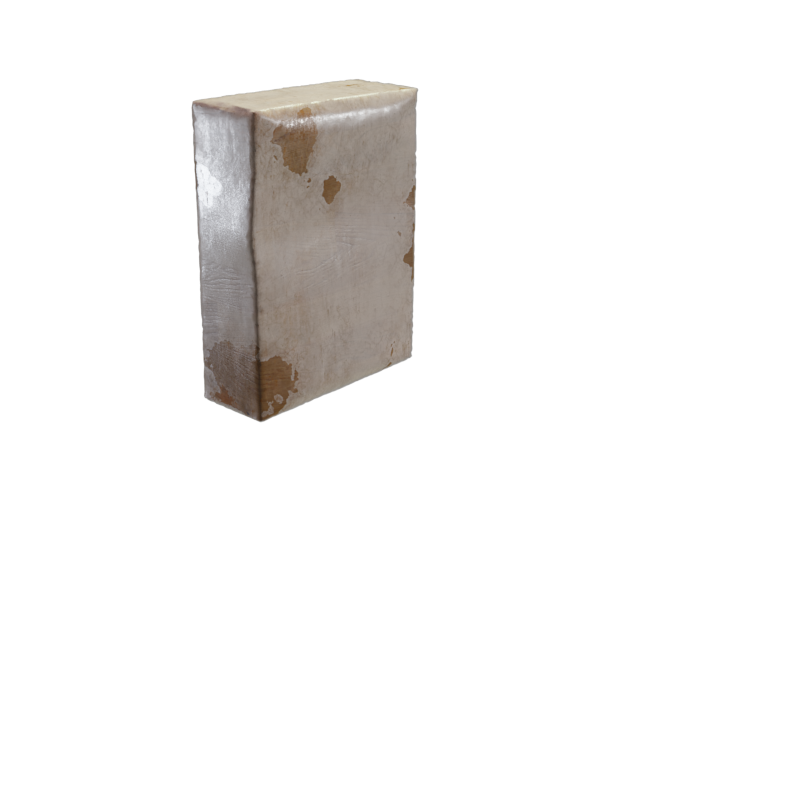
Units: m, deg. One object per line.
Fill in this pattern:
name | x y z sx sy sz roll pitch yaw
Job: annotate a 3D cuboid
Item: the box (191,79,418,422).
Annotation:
box | -0.062 -0.113 0.791 0.076 0.205 0.162 16 24 39
